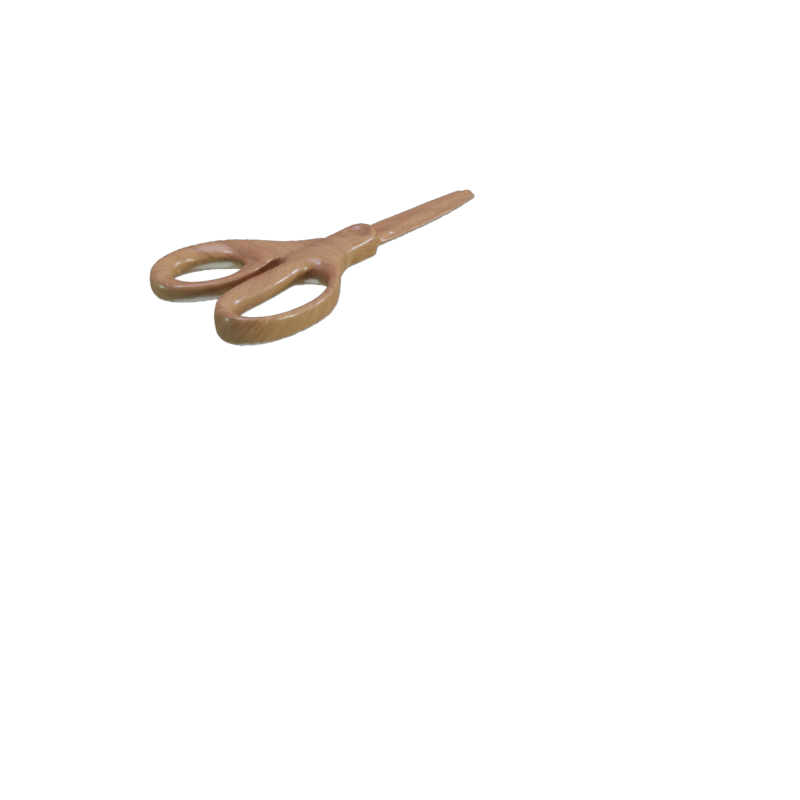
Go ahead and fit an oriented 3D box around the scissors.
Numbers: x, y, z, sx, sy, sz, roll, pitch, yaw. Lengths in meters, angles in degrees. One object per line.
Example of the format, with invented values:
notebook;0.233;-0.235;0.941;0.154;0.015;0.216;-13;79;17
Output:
scissors;-0.042;-0.077;0.536;0.100;0.015;0.205;11;31;20
